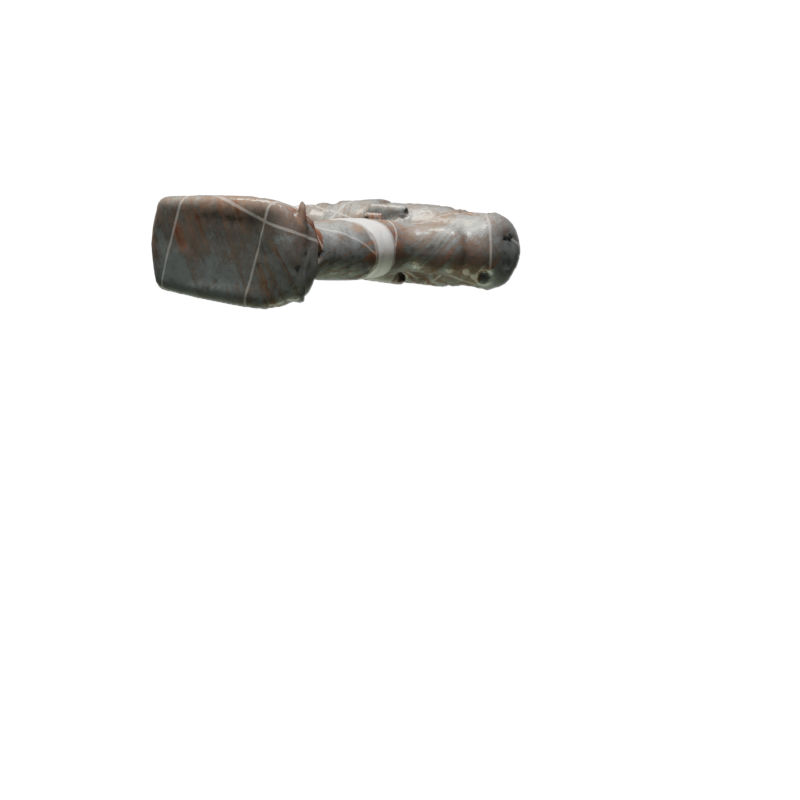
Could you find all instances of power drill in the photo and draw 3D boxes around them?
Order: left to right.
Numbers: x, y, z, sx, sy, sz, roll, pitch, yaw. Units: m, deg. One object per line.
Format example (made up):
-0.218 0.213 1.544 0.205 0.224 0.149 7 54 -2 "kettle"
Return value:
-0.051 -0.093 0.653 0.193 0.056 0.182 9 14 40 "power drill"
